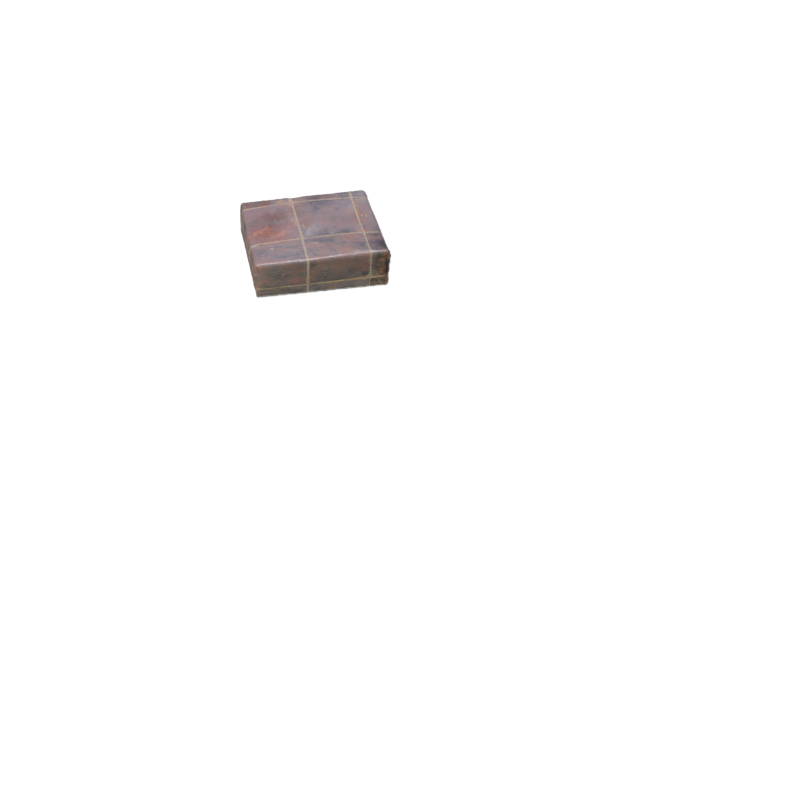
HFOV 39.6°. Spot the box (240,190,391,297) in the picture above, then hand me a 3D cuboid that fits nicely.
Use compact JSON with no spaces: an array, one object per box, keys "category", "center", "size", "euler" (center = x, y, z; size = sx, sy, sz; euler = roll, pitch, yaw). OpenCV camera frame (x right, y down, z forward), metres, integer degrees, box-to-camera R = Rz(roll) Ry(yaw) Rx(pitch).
[{"category":"box","center":[-0.057,-0.105,0.732],"size":[0.088,0.028,0.079],"euler":[-8,41,-9]}]
